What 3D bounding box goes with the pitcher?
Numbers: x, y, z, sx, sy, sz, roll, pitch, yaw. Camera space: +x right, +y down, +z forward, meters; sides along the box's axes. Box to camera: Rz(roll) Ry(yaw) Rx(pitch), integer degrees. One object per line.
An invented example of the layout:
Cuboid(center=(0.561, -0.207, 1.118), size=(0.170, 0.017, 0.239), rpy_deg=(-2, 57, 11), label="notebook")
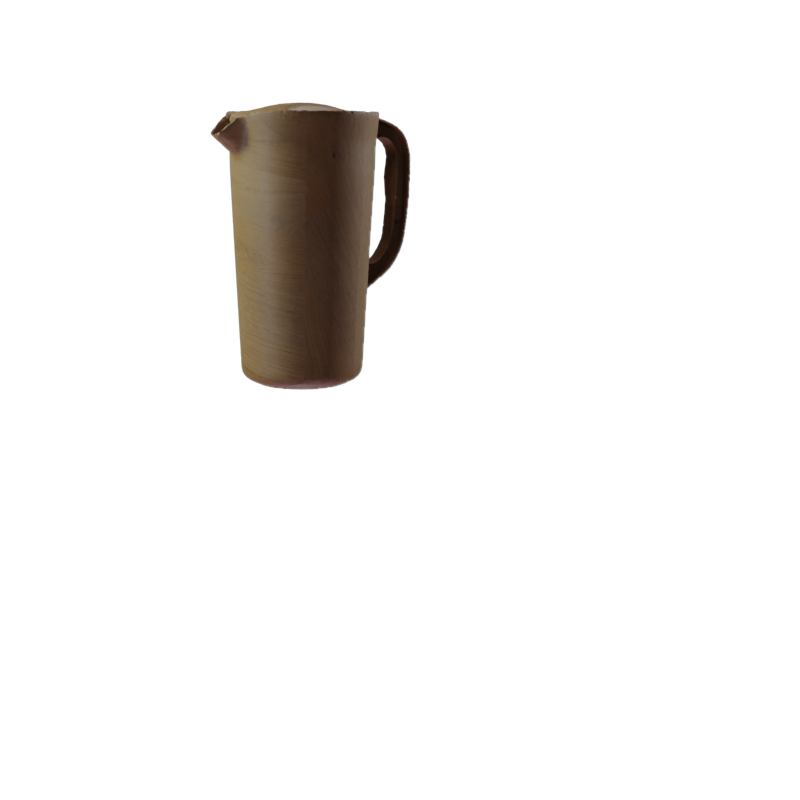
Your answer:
Cuboid(center=(-0.077, -0.140, 0.978), size=(0.152, 0.239, 0.145), rpy_deg=(3, 9, 14), label="pitcher")
